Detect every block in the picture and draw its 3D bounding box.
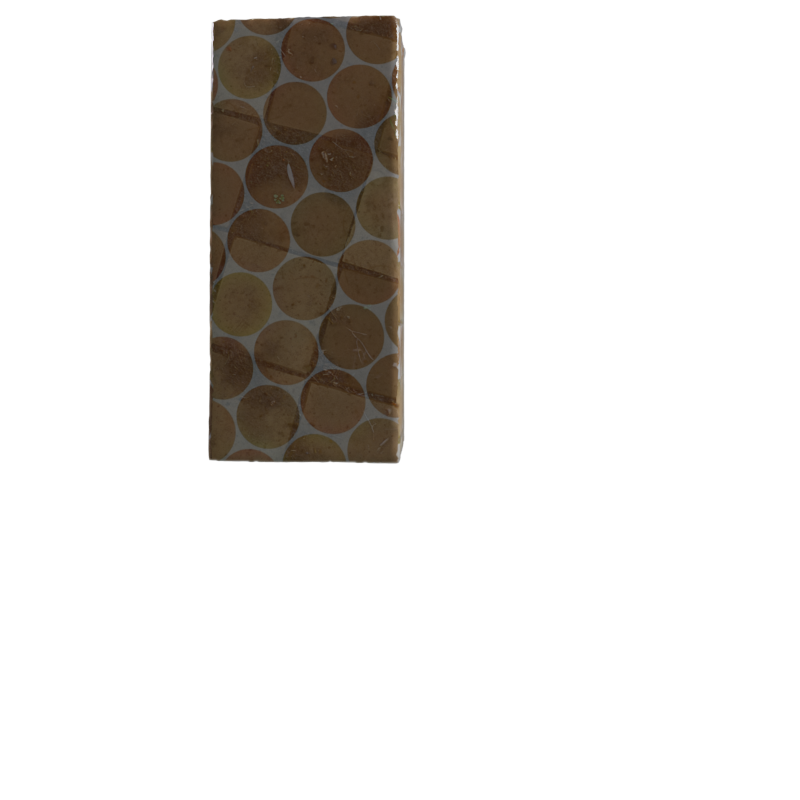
[{"bbox_3d":[-0.043,-0.079,0.553,0.091,0.207,0.090,0,-2,4],"label":"block"}]
